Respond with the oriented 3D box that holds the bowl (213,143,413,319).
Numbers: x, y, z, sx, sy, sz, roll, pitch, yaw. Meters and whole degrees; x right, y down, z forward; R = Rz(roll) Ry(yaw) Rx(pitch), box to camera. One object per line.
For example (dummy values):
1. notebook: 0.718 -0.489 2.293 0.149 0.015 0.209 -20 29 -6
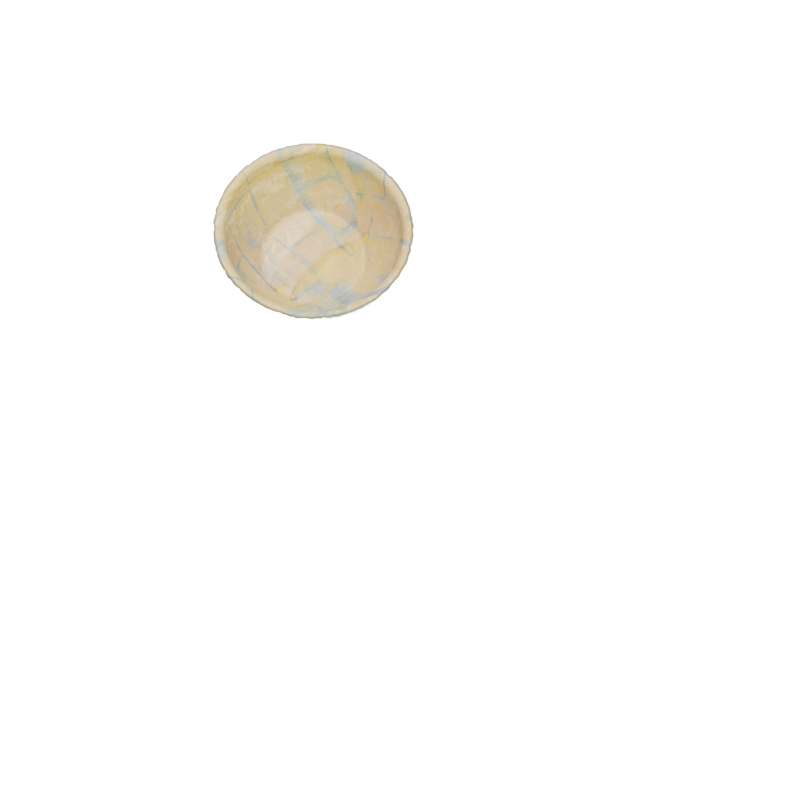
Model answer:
1. bowl: -0.072 -0.131 0.918 0.162 0.172 0.052 -1 -26 -1
